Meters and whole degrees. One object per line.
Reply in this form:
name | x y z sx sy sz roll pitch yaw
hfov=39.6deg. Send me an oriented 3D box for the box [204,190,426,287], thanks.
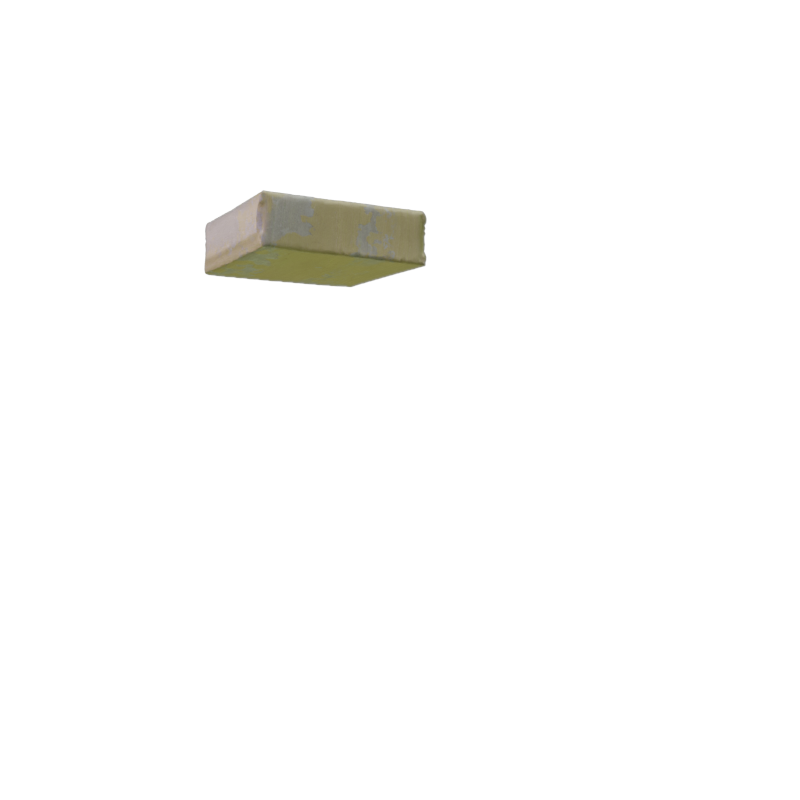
box | -0.043 -0.078 0.546 0.086 0.031 0.074 3 -6 -28
